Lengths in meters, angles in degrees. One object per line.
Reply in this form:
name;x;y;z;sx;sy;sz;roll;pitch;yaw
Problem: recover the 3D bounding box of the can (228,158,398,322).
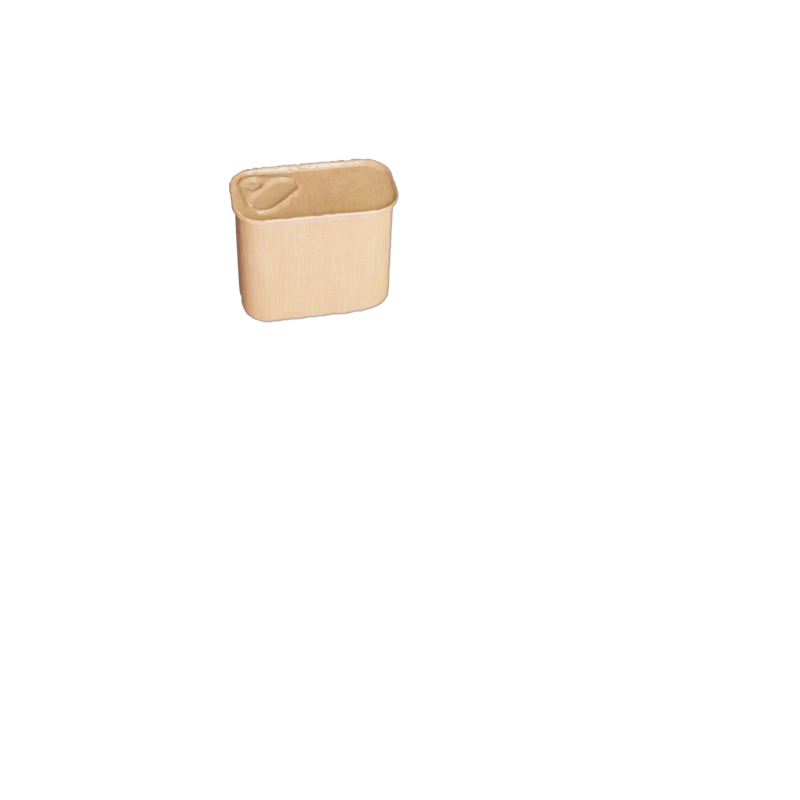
can;-0.055;-0.100;0.702;0.101;0.078;0.062;-6;42;-8
